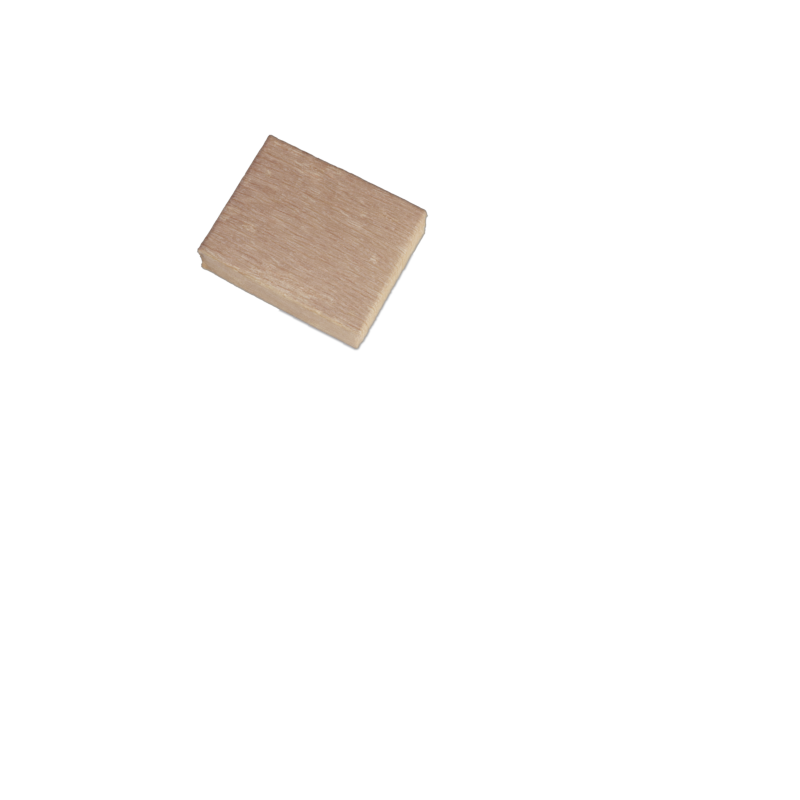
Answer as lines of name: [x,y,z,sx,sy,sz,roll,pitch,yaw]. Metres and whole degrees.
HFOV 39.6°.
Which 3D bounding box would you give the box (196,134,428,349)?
box: [-0.053,-0.097,0.675,0.116,0.092,0.037,26,-20,10]
